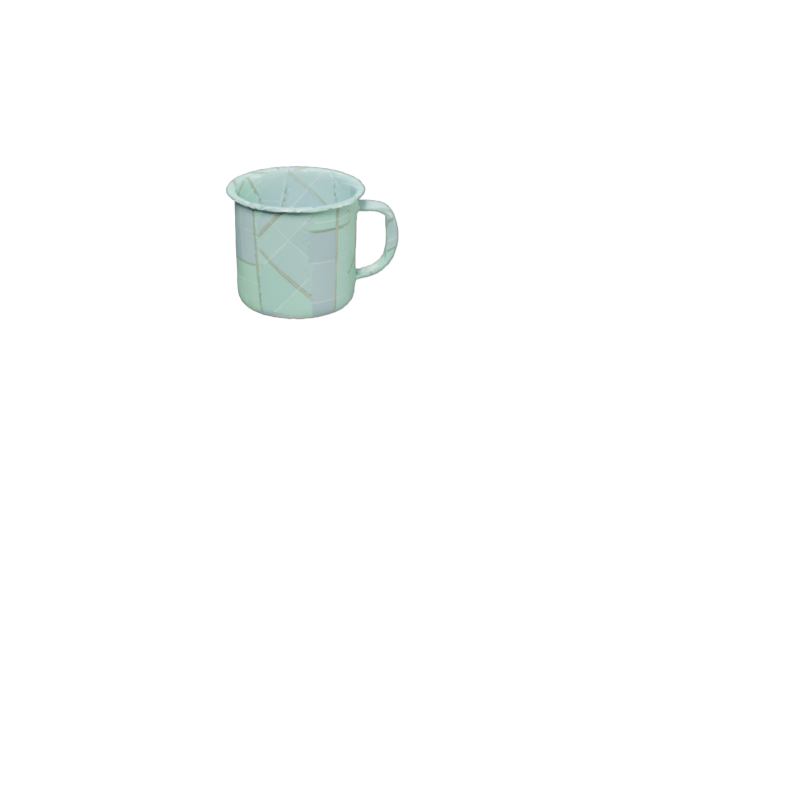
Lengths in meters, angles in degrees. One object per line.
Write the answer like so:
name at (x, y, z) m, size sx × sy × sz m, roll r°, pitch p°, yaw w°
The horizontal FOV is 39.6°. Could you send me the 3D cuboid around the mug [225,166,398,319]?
mug at (-0.059, -0.108, 0.757) m, size 0.116 × 0.077 × 0.099 m, roll -4°, pitch 26°, yaw -10°
